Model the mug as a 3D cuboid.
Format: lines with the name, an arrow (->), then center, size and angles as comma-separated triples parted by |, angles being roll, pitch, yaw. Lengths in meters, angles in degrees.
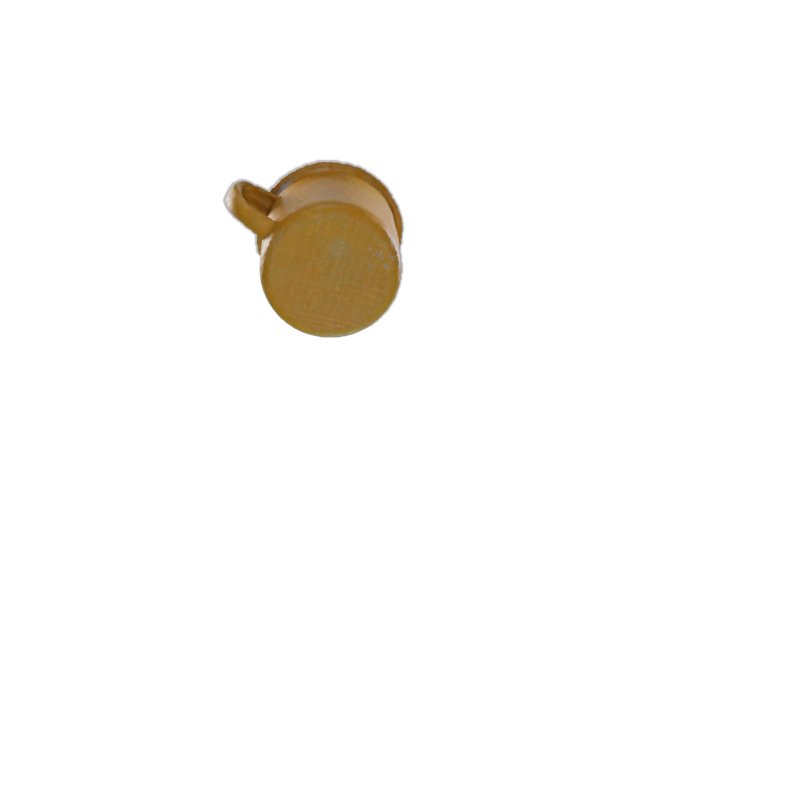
mug -> -0.052, -0.094, 0.659 | 0.114, 0.092, 0.085 | 32, 17, -13
